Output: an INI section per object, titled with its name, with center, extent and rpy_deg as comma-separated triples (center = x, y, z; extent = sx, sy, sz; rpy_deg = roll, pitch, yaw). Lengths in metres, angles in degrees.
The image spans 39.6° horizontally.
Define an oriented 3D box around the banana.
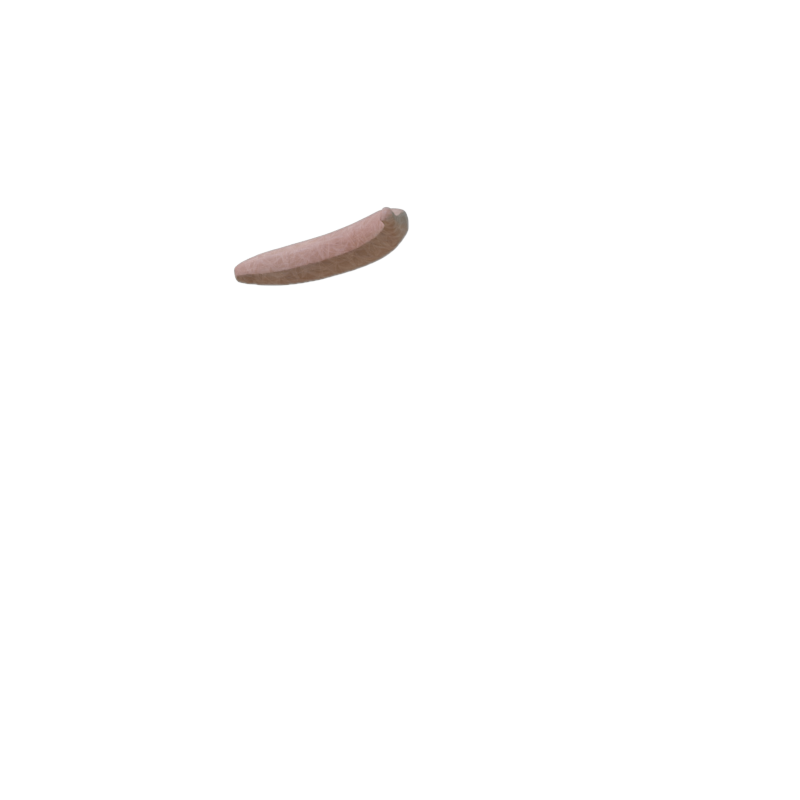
[banana]
center = -0.059, -0.133, 0.956
extent = 0.200, 0.038, 0.065
rpy_deg = -16, -24, 42
